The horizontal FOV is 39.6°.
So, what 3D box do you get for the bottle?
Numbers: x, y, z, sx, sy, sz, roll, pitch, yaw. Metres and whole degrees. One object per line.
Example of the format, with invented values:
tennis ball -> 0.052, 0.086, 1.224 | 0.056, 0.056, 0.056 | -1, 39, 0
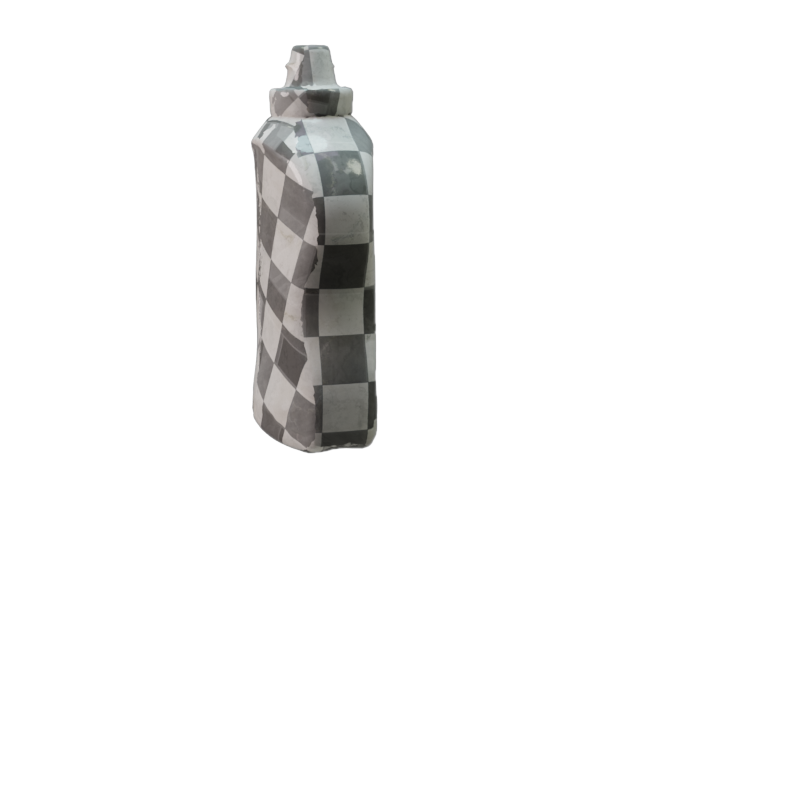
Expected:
bottle -> -0.043, -0.078, 0.550 | 0.057, 0.188, 0.100 | -2, 10, -18
